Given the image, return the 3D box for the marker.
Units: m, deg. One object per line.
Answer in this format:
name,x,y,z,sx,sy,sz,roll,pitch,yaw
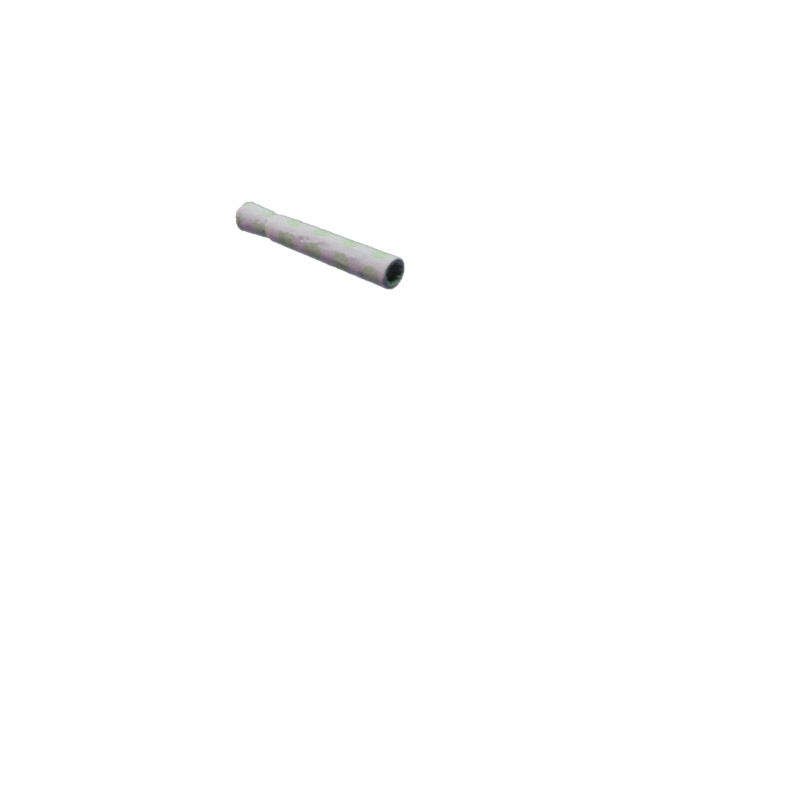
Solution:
marker,-0.050,-0.091,0.640,0.129,0.019,0.019,26,18,35
